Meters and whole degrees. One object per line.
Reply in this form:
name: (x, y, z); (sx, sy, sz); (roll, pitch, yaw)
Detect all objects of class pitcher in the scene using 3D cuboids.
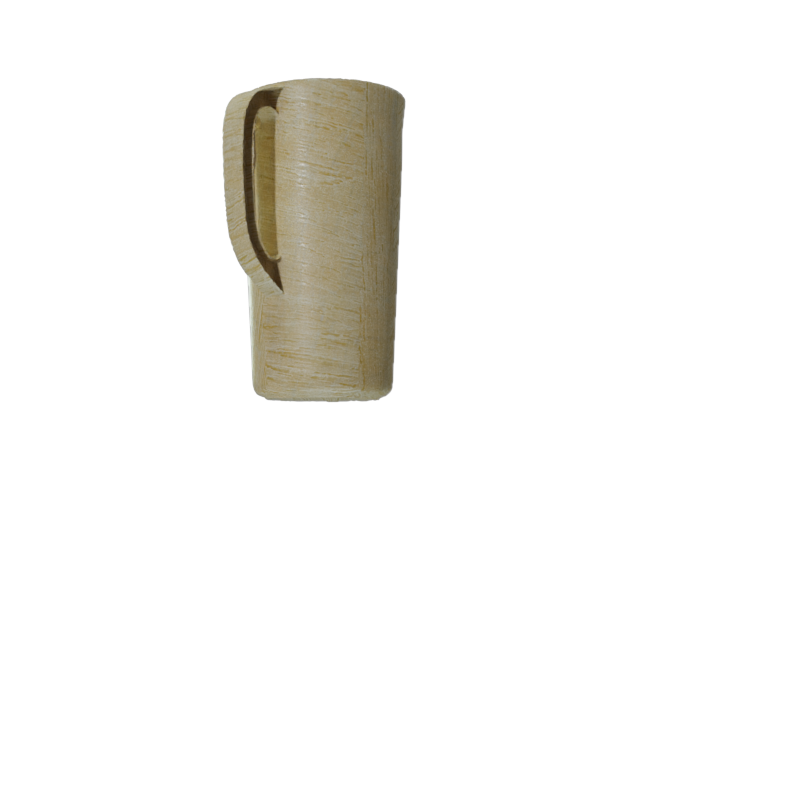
pitcher: (-0.067, -0.123, 0.862); (0.147, 0.249, 0.144); (1, -8, -10)
